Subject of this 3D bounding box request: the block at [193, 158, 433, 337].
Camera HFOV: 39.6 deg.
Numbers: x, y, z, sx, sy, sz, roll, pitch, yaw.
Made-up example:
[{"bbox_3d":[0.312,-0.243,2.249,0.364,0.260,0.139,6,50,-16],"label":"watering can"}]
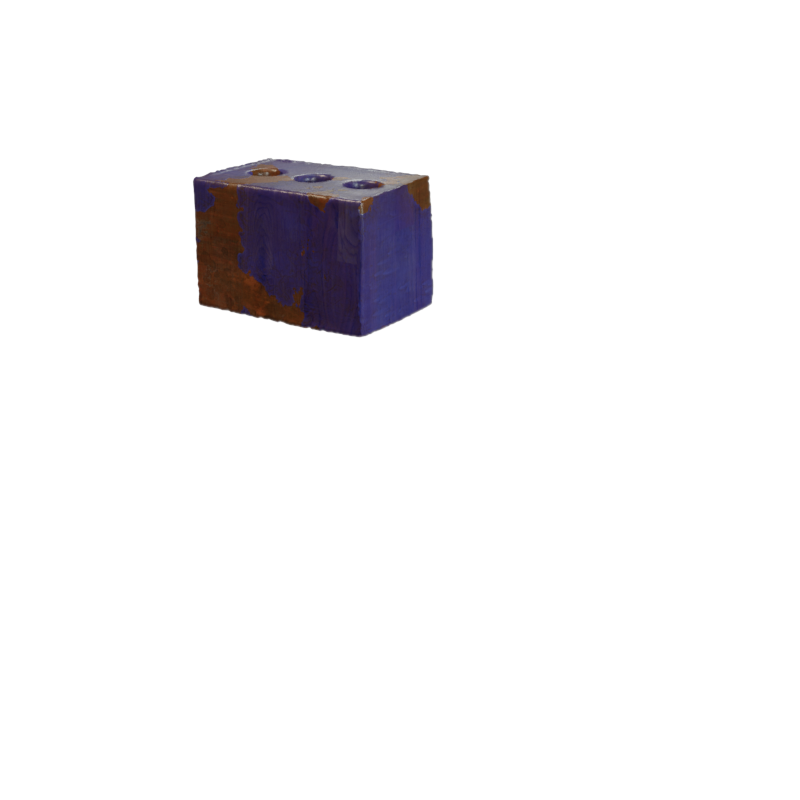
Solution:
[{"bbox_3d":[-0.033,-0.060,0.423,0.081,0.049,0.052,12,21,29],"label":"block"}]
